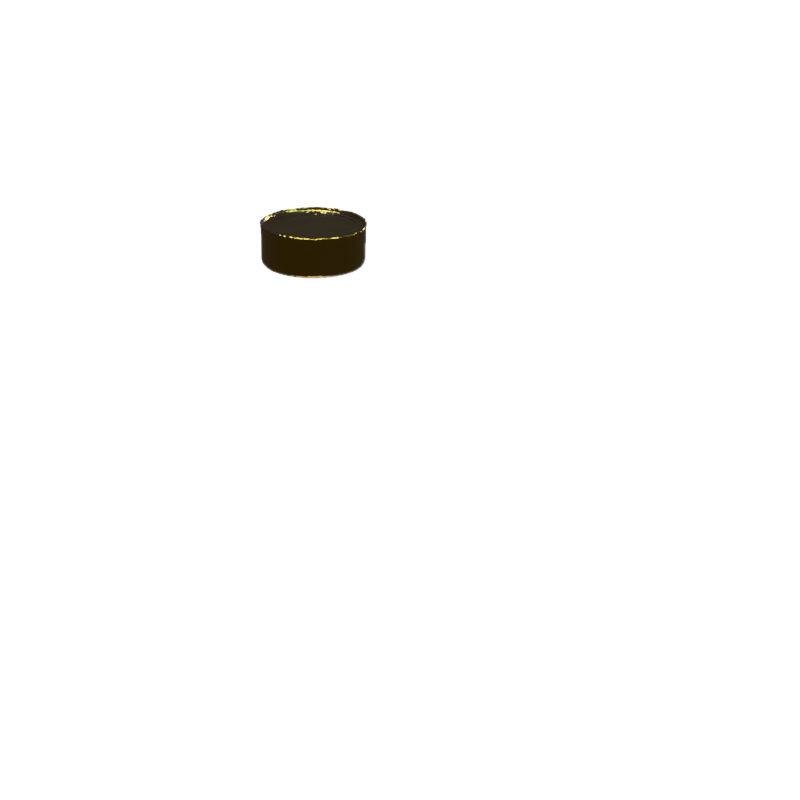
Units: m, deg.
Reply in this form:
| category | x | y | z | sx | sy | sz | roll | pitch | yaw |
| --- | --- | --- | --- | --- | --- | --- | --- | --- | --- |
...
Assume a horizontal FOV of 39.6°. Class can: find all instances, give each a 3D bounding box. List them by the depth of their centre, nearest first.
| category | x | y | z | sx | sy | sz | roll | pitch | yaw |
| --- | --- | --- | --- | --- | --- | --- | --- | --- | --- |
| can | -0.070 | -0.127 | 0.891 | 0.086 | 0.032 | 0.090 | -1 | 25 | -2 |
